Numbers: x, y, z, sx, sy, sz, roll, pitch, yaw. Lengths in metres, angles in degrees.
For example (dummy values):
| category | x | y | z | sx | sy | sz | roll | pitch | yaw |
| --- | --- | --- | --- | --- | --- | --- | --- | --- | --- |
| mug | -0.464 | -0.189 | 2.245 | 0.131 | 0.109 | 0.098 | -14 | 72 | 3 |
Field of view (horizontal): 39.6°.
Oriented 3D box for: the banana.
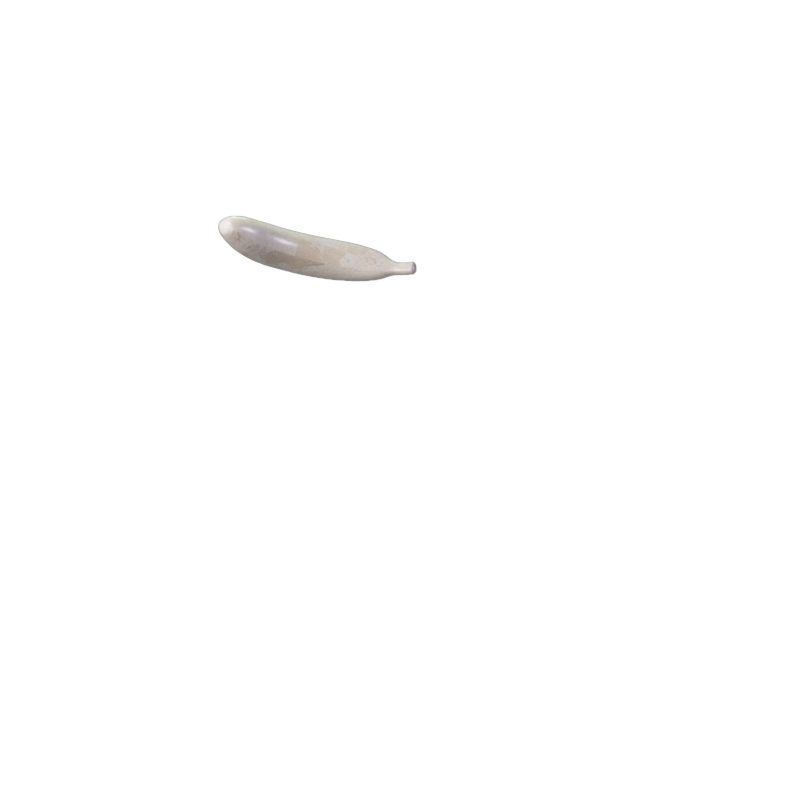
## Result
| category | x | y | z | sx | sy | sz | roll | pitch | yaw |
| --- | --- | --- | --- | --- | --- | --- | --- | --- | --- |
| banana | -0.084 | -0.137 | 1.008 | 0.190 | 0.038 | 0.069 | 7 | -17 | -28 |
